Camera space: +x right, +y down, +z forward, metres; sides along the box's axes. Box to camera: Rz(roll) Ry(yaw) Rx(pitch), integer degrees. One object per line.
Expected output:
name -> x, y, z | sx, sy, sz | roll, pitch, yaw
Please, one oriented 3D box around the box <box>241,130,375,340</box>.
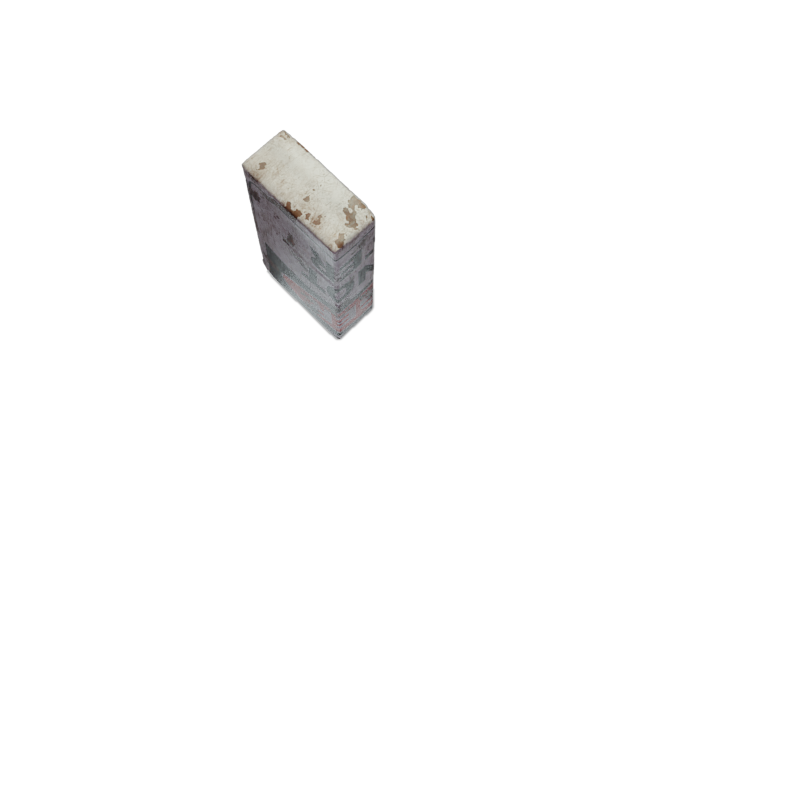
box -> -0.063, -0.115, 0.803 | 0.048, 0.097, 0.168 | -41, -12, -15
